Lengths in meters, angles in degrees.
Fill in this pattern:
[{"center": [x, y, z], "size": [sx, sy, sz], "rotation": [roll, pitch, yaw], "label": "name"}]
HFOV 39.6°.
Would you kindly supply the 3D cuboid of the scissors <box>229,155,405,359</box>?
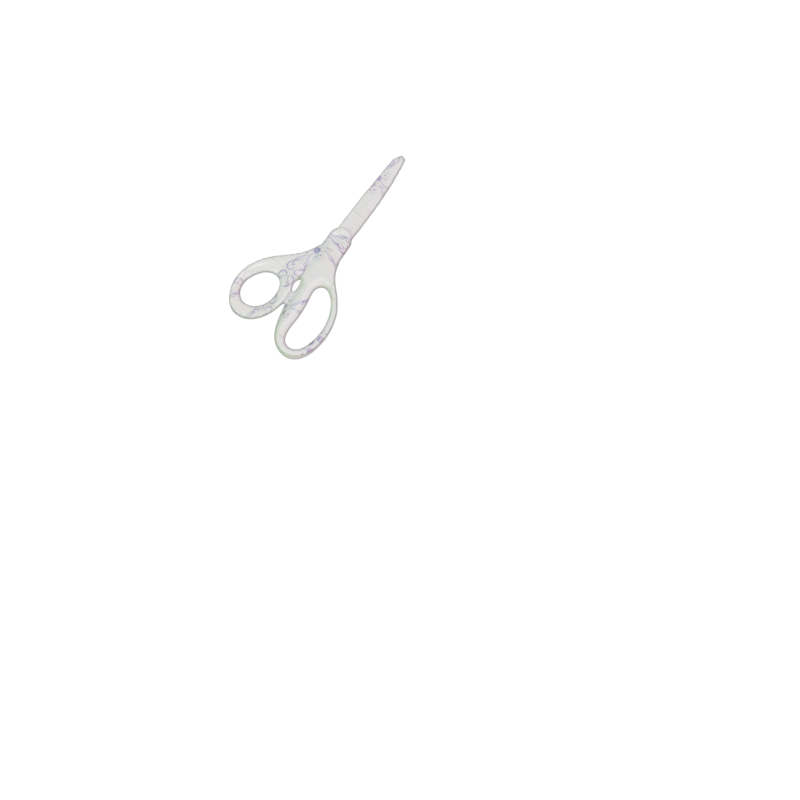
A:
[{"center": [-0.070, -0.128, 0.899], "size": [0.098, 0.210, 0.015], "rotation": [15, -25, 7], "label": "scissors"}]
